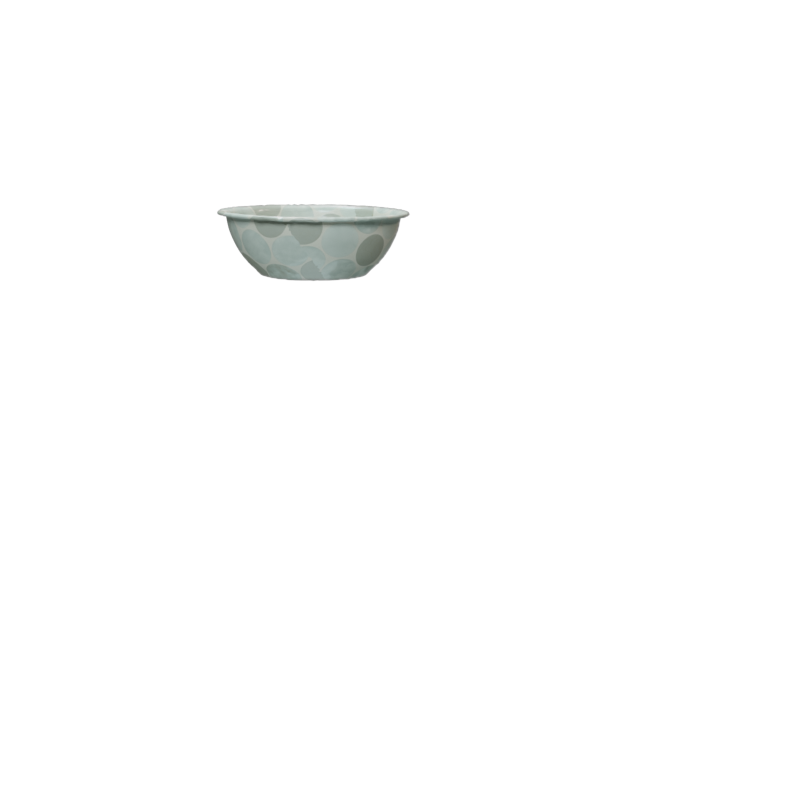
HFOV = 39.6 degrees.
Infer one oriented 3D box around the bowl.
[{"bbox_3d":[-0.073,-0.134,0.936,0.162,0.054,0.166,0,13,-2],"label":"bowl"}]
